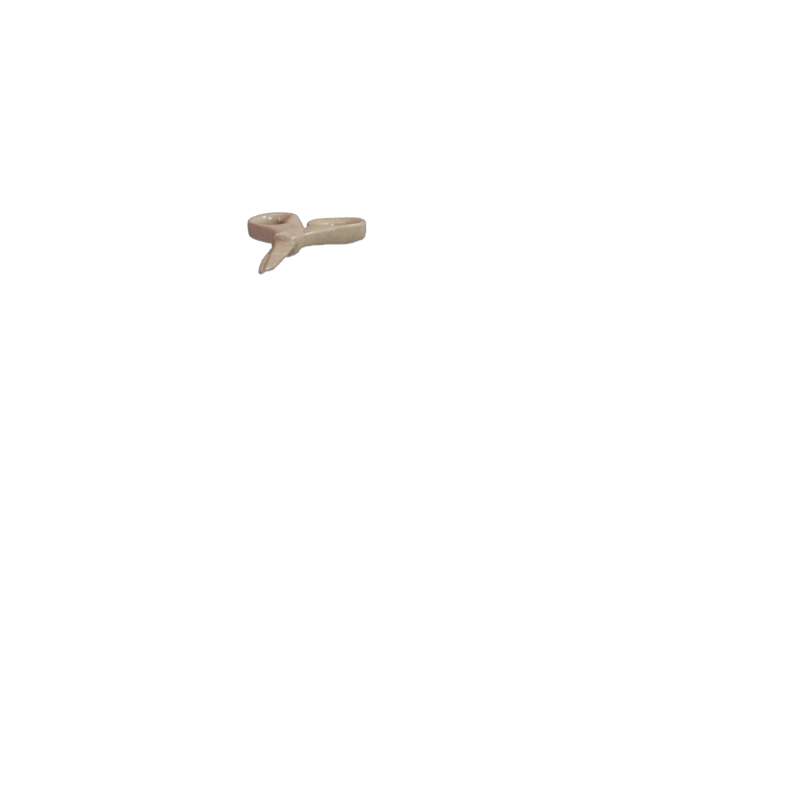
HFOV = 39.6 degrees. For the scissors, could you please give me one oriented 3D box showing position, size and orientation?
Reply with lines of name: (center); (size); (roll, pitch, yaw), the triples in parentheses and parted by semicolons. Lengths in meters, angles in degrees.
scissors: (-0.059, -0.108, 0.754); (0.095, 0.015, 0.211); (-4, 18, -12)
